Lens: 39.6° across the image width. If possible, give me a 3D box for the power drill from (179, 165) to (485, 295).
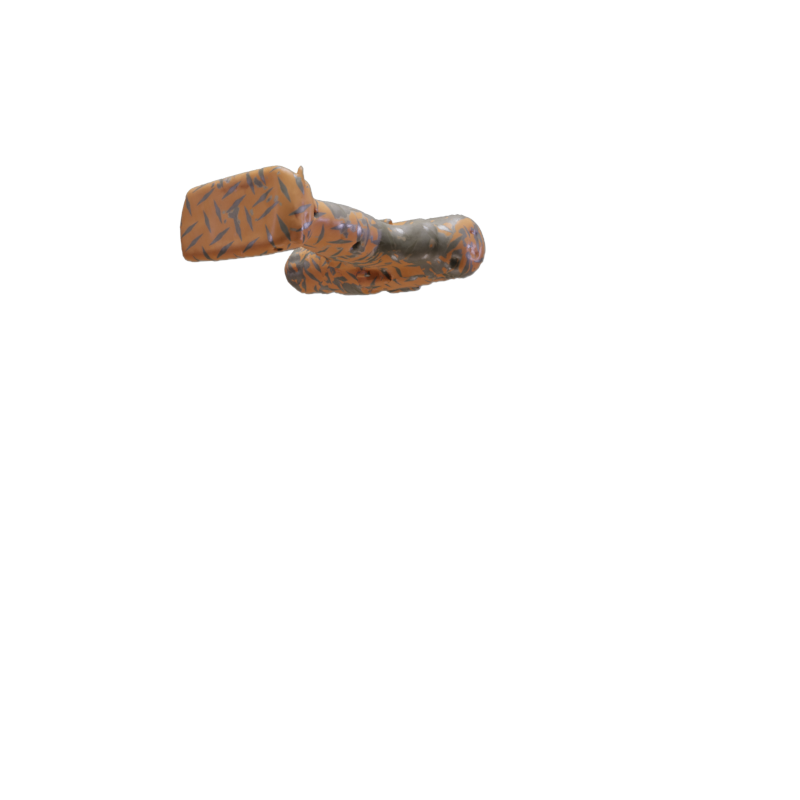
[{"bbox_3d":[-0.062,-0.113,0.789,0.190,0.059,0.178,-5,-7,42],"label":"power drill"}]
